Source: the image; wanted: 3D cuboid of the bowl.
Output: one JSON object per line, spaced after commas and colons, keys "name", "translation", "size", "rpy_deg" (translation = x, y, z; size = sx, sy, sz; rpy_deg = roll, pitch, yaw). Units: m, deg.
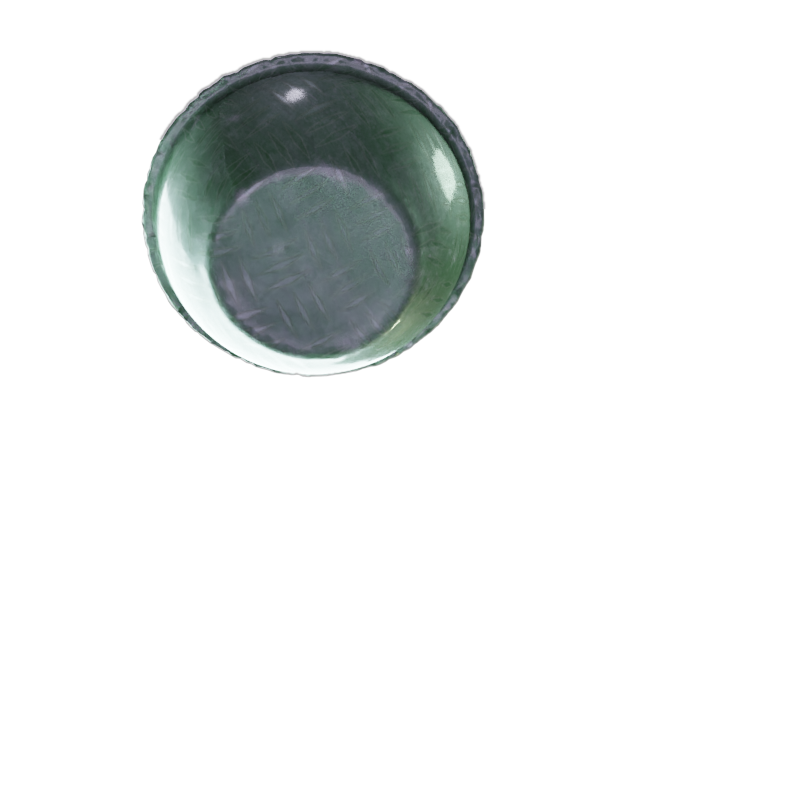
{"name": "bowl", "translation": [-0.039, -0.071, 0.500], "size": [0.162, 0.154, 0.058], "rpy_deg": [1, 23, -1]}
